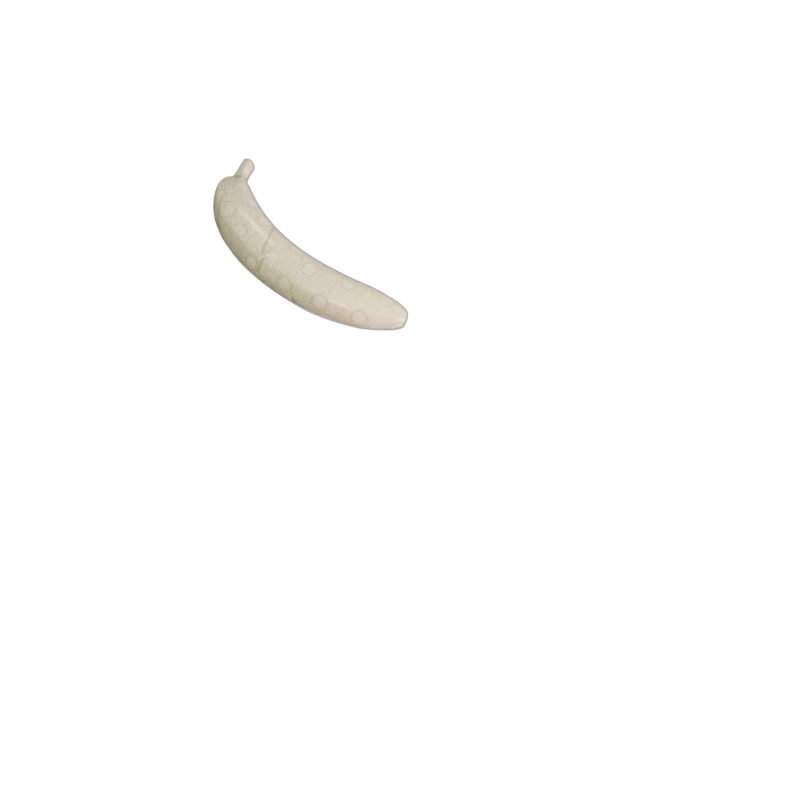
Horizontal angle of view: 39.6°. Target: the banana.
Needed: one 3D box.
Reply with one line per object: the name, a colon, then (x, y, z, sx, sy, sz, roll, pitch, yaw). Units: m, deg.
banana: (-0.081, -0.110, 0.820, 0.070, 0.210, 0.034, -34, -27, -20)
